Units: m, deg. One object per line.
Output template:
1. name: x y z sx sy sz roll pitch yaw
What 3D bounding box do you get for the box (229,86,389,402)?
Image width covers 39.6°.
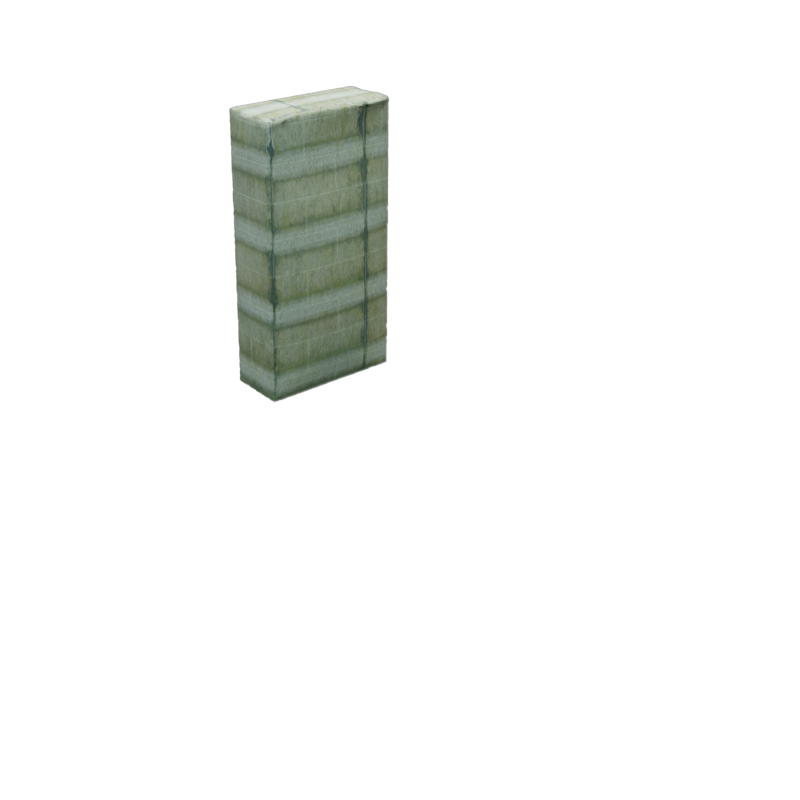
1. box: -0.053 -0.096 0.676 0.092 0.167 0.051 -18 31 -36
